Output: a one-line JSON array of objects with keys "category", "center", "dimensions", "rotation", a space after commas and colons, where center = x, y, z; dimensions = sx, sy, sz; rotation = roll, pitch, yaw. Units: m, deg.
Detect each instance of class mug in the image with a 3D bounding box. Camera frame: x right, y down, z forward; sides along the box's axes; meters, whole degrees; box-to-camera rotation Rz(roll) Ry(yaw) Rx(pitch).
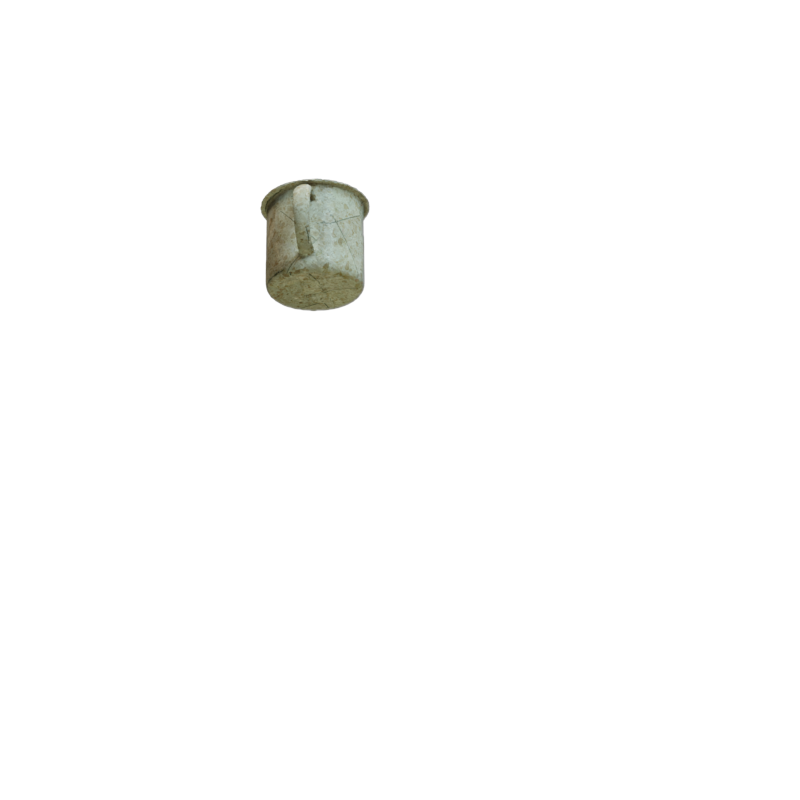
[{"category": "mug", "center": [-0.072, -0.131, 0.915], "dimensions": [0.094, 0.086, 0.110], "rotation": [-3, -25, 4]}]
